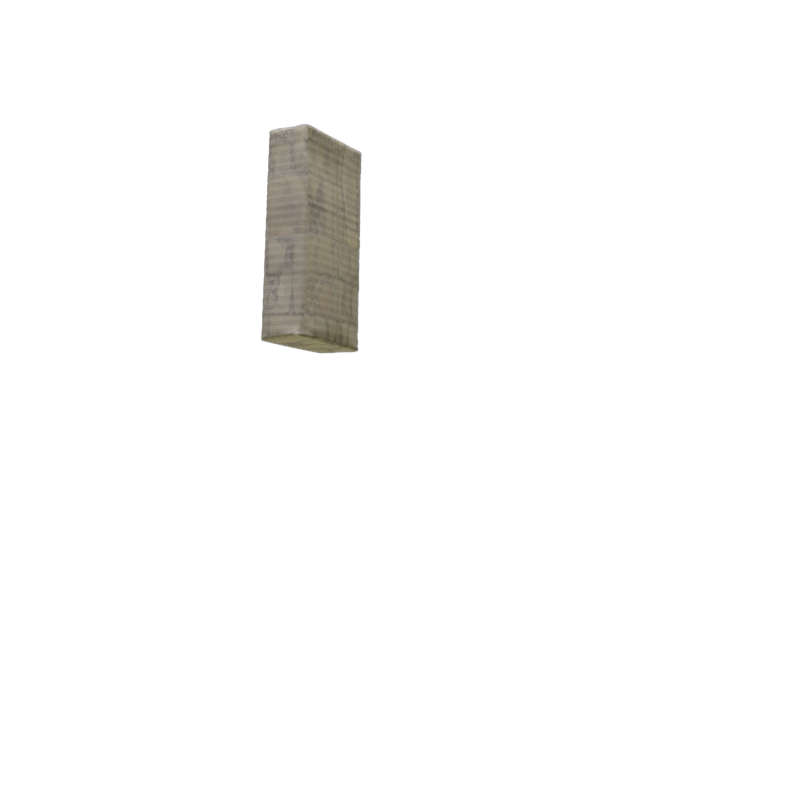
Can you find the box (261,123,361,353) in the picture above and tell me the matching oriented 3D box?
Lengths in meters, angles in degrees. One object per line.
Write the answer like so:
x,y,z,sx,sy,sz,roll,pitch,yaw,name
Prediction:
-0.072,-0.132,0.924,0.049,0.182,0.088,-8,-14,29,box
